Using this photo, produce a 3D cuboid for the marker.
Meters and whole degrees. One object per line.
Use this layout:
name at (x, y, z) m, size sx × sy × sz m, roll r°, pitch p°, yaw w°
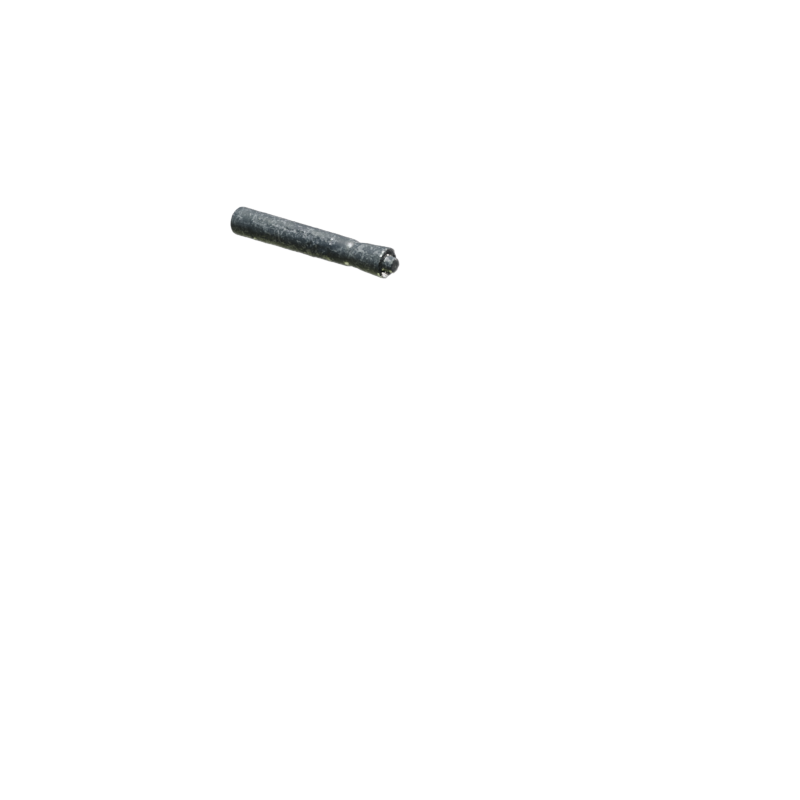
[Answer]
marker at (-0.053, -0.097, 0.680) m, size 0.128 × 0.019 × 0.019 m, roll 20°, pitch 14°, yaw 33°
